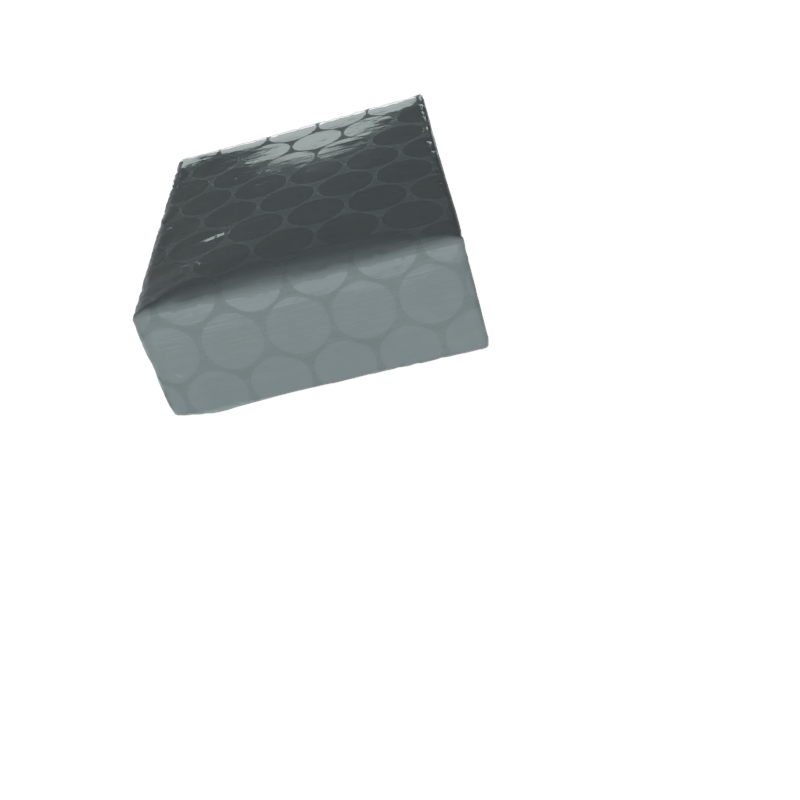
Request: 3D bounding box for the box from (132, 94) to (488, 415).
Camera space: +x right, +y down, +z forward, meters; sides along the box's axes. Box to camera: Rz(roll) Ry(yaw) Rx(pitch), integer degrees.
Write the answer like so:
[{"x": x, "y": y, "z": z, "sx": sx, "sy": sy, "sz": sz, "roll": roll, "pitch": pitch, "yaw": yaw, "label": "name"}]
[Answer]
[{"x": -0.049, "y": -0.089, "z": 0.625, "sx": 0.165, "sy": 0.067, "sz": 0.227, "roll": -14, "pitch": 31, "yaw": 5, "label": "box"}]
